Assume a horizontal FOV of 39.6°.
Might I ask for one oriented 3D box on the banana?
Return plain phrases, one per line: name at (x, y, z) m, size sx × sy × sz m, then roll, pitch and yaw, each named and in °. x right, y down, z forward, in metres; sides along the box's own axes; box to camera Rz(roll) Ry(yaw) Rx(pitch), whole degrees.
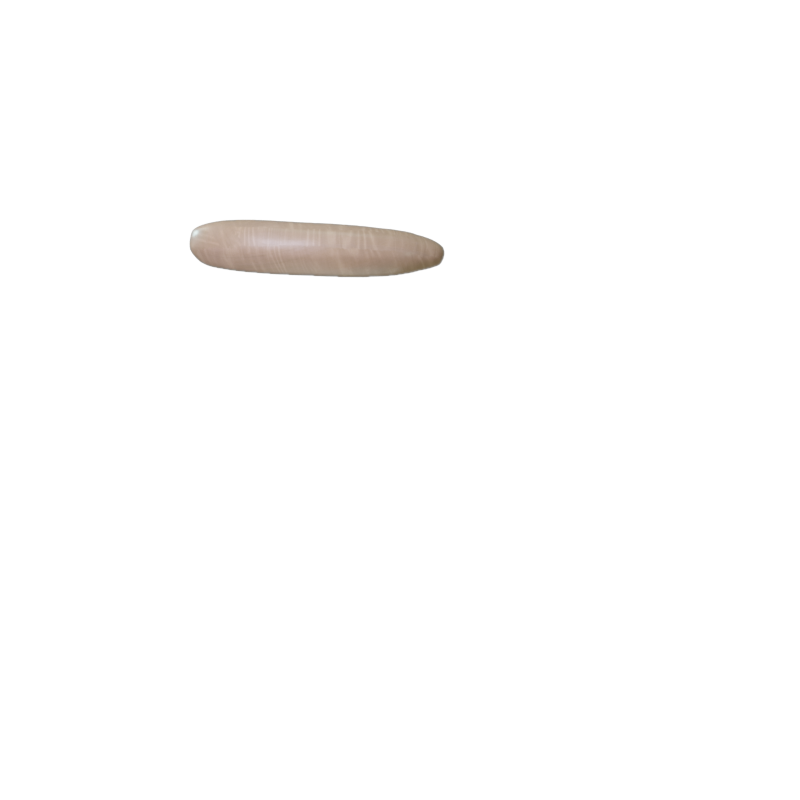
banana at (-0.072, -0.109, 0.785) m, size 0.203 × 0.036 × 0.070 m, roll 6°, pitch 17°, yaw 19°
